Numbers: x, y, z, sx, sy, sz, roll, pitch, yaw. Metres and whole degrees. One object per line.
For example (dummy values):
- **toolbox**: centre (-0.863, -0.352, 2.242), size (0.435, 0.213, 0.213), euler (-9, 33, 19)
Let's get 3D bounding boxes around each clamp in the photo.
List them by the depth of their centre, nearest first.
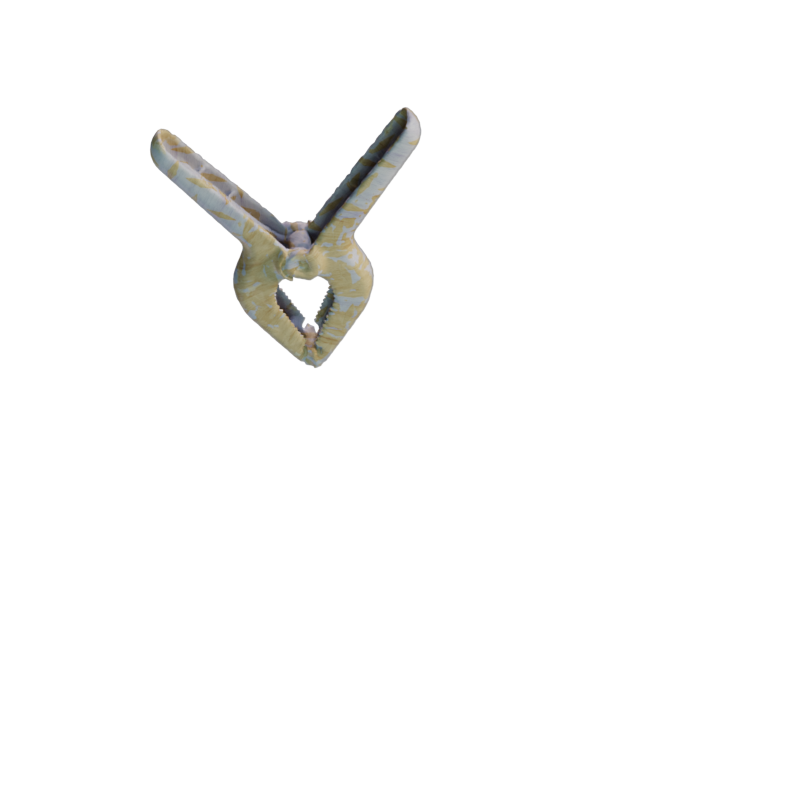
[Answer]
- **clamp**: centre (-0.057, -0.104, 0.728), size (0.166, 0.039, 0.194), euler (-8, -46, 7)
